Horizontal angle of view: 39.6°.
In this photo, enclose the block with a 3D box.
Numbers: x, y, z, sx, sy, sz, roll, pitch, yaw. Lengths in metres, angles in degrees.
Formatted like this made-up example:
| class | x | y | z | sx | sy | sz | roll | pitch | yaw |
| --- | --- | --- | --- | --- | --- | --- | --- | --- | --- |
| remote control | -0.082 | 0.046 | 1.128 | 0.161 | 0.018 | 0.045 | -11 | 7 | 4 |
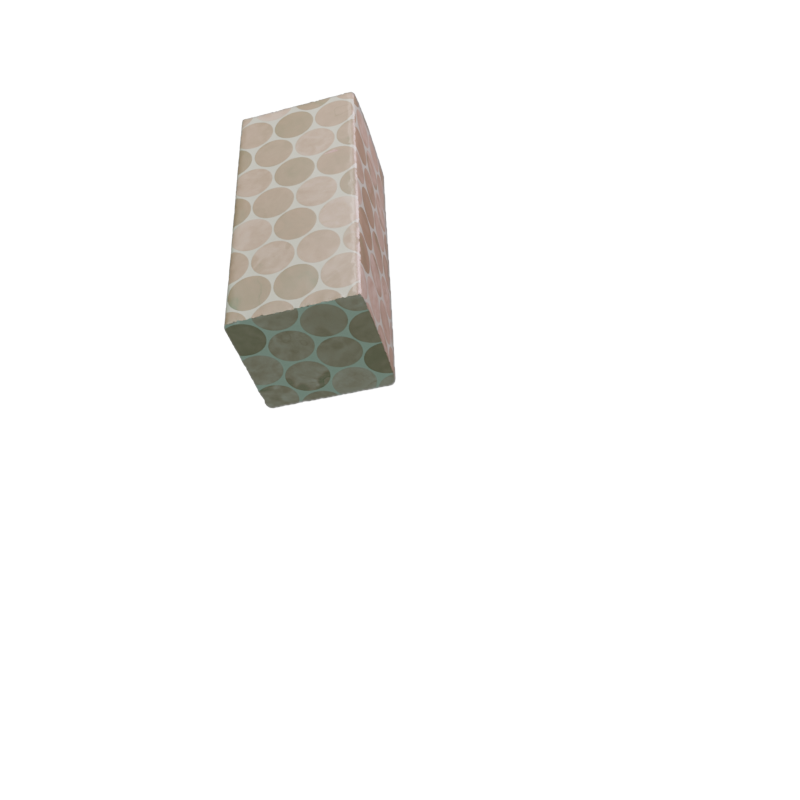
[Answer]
| class | x | y | z | sx | sy | sz | roll | pitch | yaw |
| --- | --- | --- | --- | --- | --- | --- | --- | --- | --- |
| block | -0.060 | -0.109 | 0.768 | 0.091 | 0.221 | 0.083 | -13 | -43 | 10 |
